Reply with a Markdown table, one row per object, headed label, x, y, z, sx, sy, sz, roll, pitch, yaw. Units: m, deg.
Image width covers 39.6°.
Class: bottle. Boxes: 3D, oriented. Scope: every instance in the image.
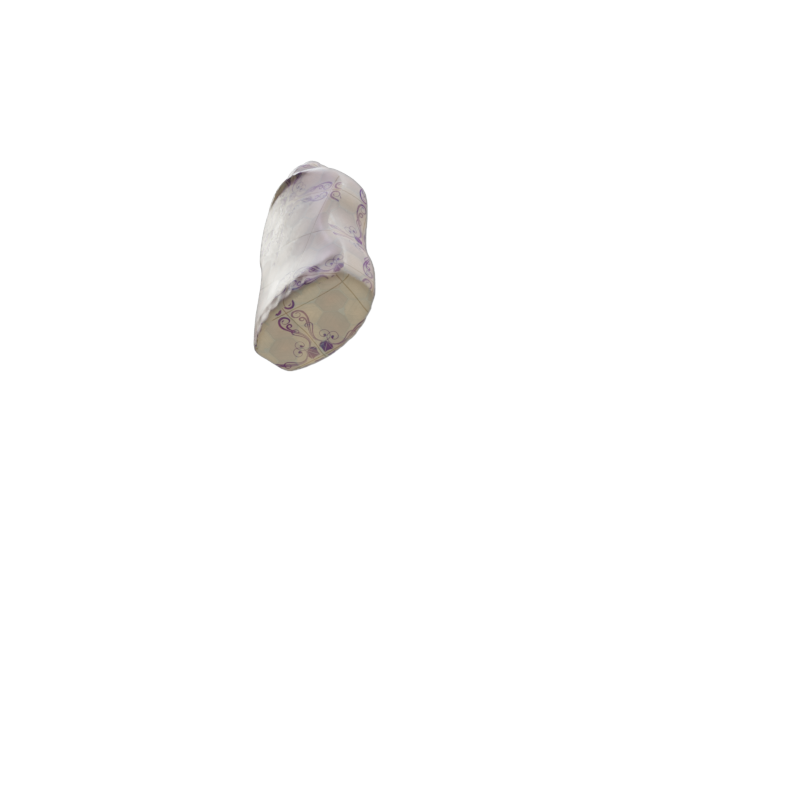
| label | x | y | z | sx | sy | sz | roll | pitch | yaw |
| --- | --- | --- | --- | --- | --- | --- | --- | --- | --- |
| bottle | -0.064 | -0.116 | 0.813 | 0.055 | 0.206 | 0.094 | 31 | -57 | -28 |
